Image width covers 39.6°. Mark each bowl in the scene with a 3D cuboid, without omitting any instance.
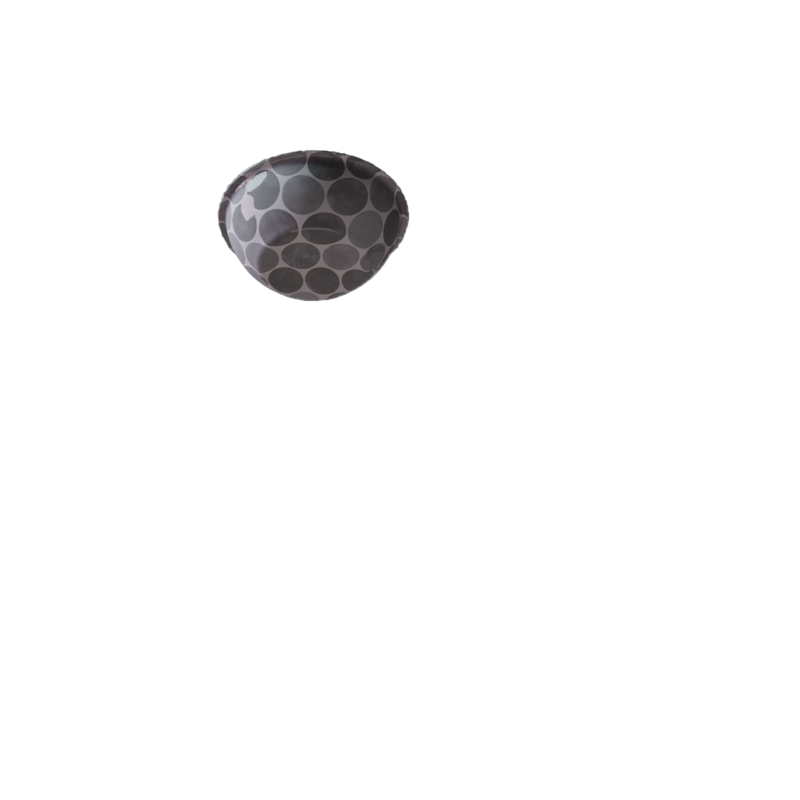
[{"bbox_3d":[-0.072,-0.131,0.919,0.162,0.059,0.151,1,-38,-2],"label":"bowl"}]
